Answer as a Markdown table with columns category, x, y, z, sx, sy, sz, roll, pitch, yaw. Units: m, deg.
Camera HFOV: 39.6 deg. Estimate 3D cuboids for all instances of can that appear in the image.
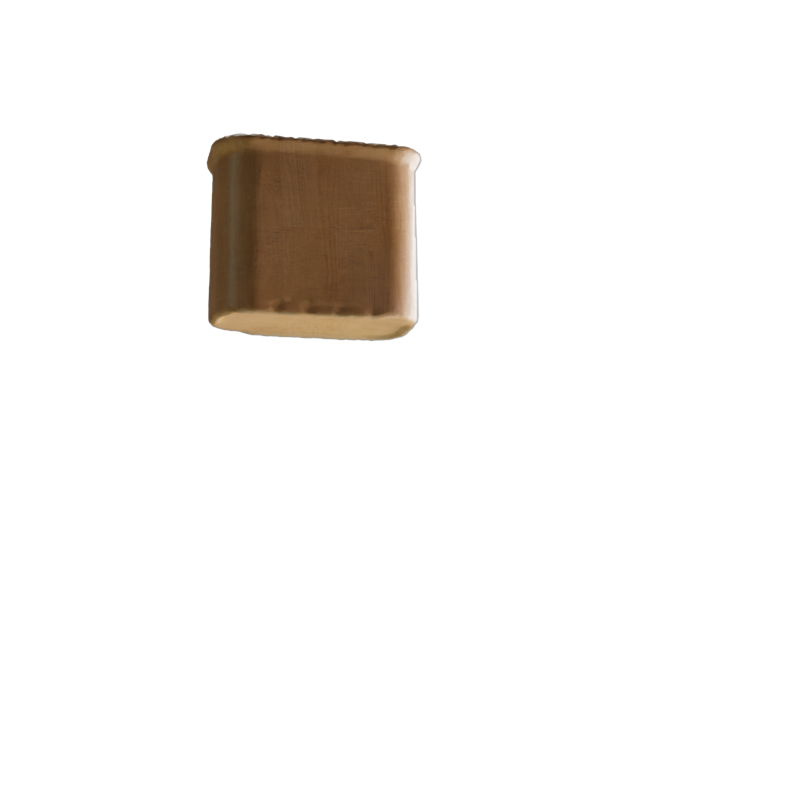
| category | x | y | z | sx | sy | sz | roll | pitch | yaw |
| --- | --- | --- | --- | --- | --- | --- | --- | --- | --- |
| can | -0.041 | -0.075 | 0.527 | 0.100 | 0.087 | 0.056 | 2 | -14 | -12 |
